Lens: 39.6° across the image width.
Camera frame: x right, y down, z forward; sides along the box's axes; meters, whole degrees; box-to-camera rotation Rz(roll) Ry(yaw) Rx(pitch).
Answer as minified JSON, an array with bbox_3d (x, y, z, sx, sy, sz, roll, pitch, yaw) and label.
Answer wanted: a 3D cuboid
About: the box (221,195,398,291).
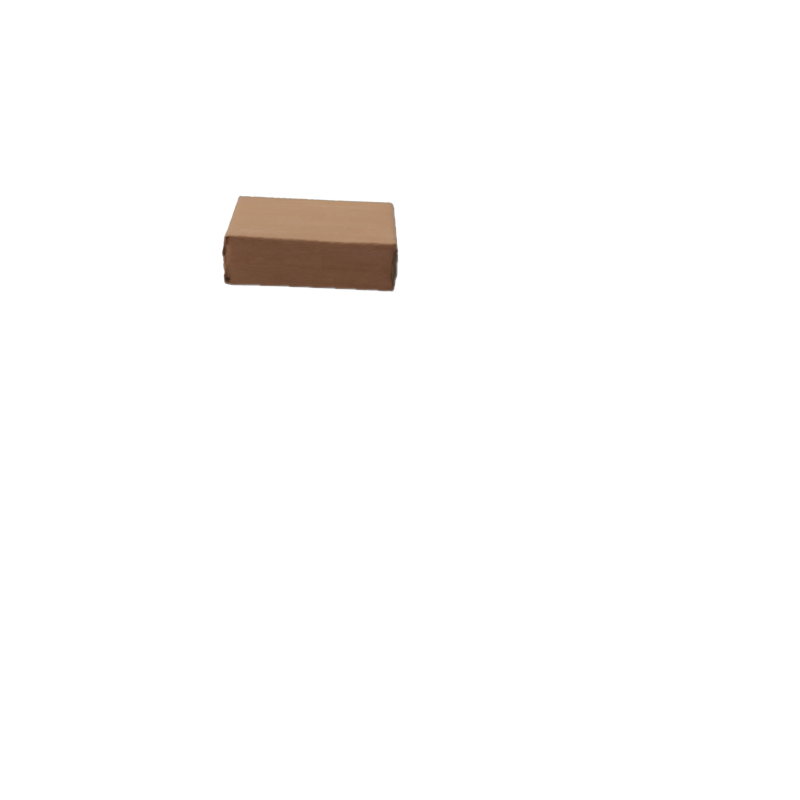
[{"bbox_3d":[-0.058,-0.106,0.744,0.114,0.037,0.094,0,24,0],"label":"box"}]
